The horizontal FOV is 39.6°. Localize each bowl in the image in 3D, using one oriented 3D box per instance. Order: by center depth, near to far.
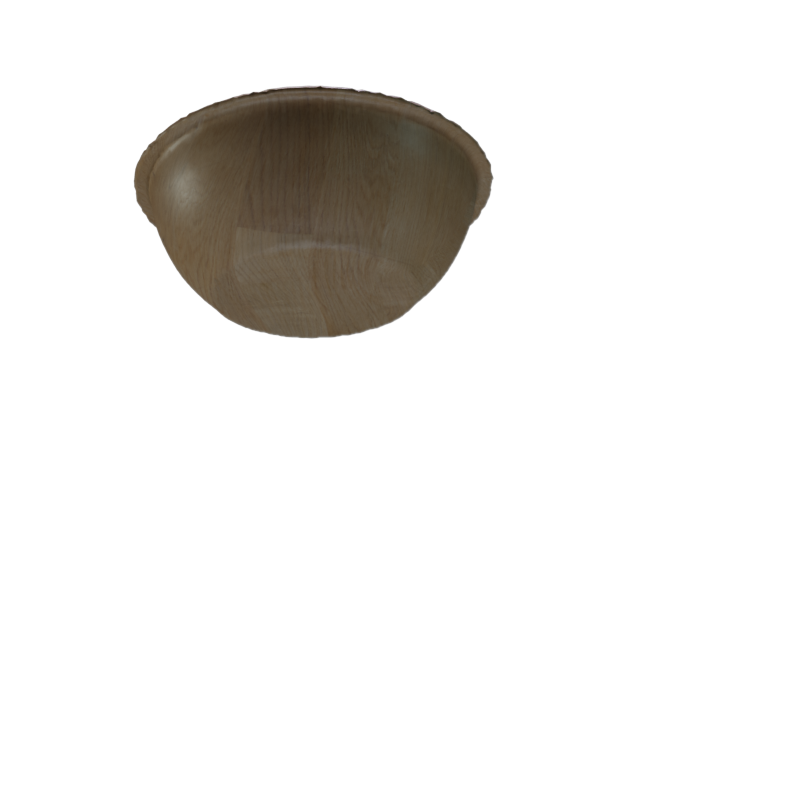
[{"bbox_3d":[-0.039,-0.070,0.492,0.162,0.058,0.153,1,-23,-2],"label":"bowl"}]
